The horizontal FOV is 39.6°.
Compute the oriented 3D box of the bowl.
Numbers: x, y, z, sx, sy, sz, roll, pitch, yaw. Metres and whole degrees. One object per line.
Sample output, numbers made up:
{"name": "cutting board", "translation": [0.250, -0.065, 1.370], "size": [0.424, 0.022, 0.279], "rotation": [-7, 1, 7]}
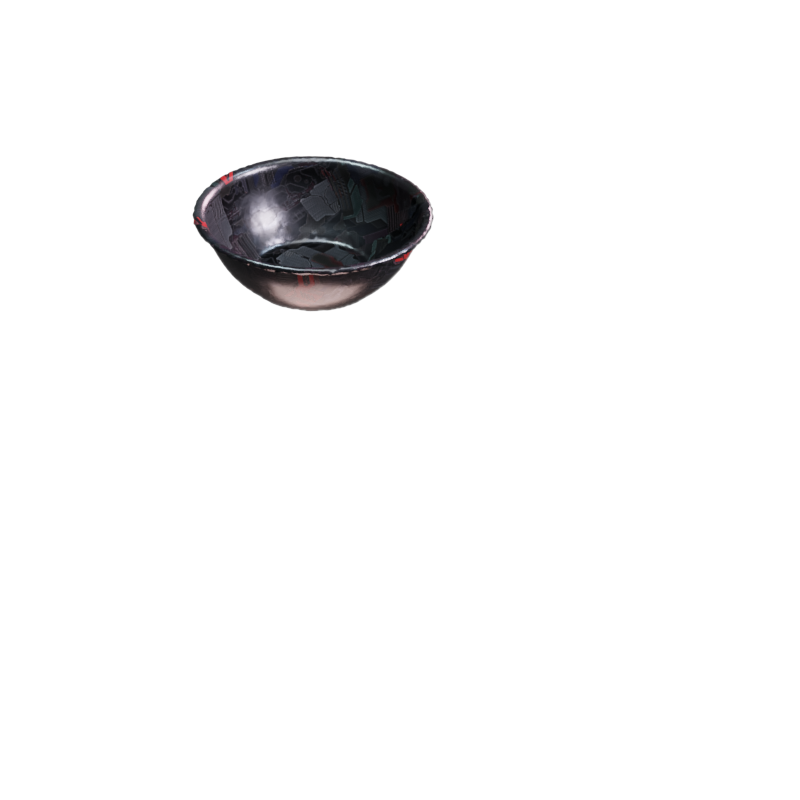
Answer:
{"name": "bowl", "translation": [-0.060, -0.109, 0.760], "size": [0.162, 0.052, 0.173], "rotation": [-1, 36, -2]}
